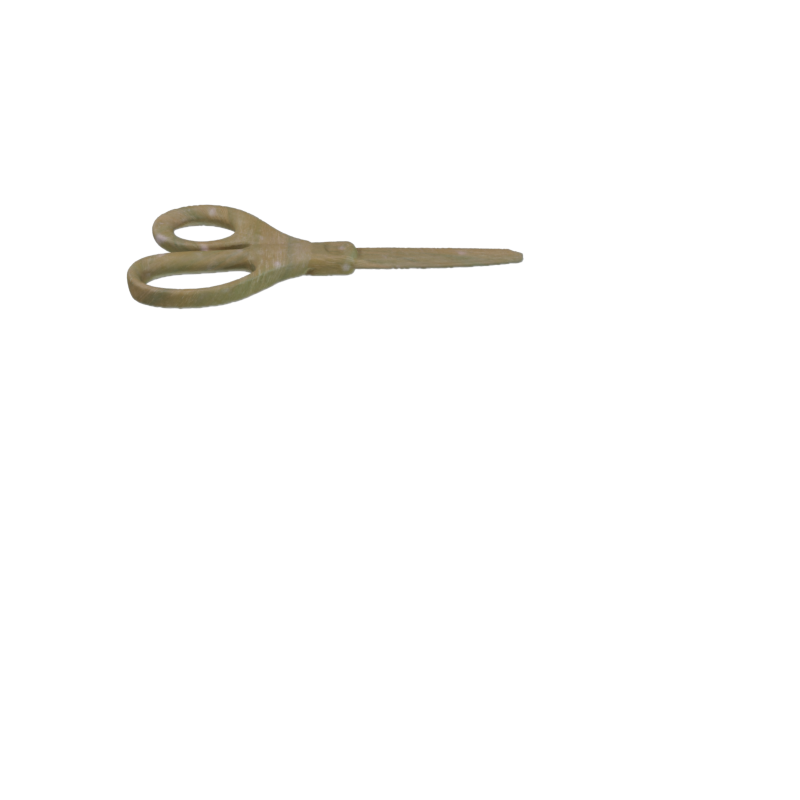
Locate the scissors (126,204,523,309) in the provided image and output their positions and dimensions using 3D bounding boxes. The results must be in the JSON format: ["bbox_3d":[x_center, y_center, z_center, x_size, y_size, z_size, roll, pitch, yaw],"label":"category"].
[{"bbox_3d":[-0.046,-0.084,0.591,0.199,0.015,0.104,-11,38,-14],"label":"scissors"}]
